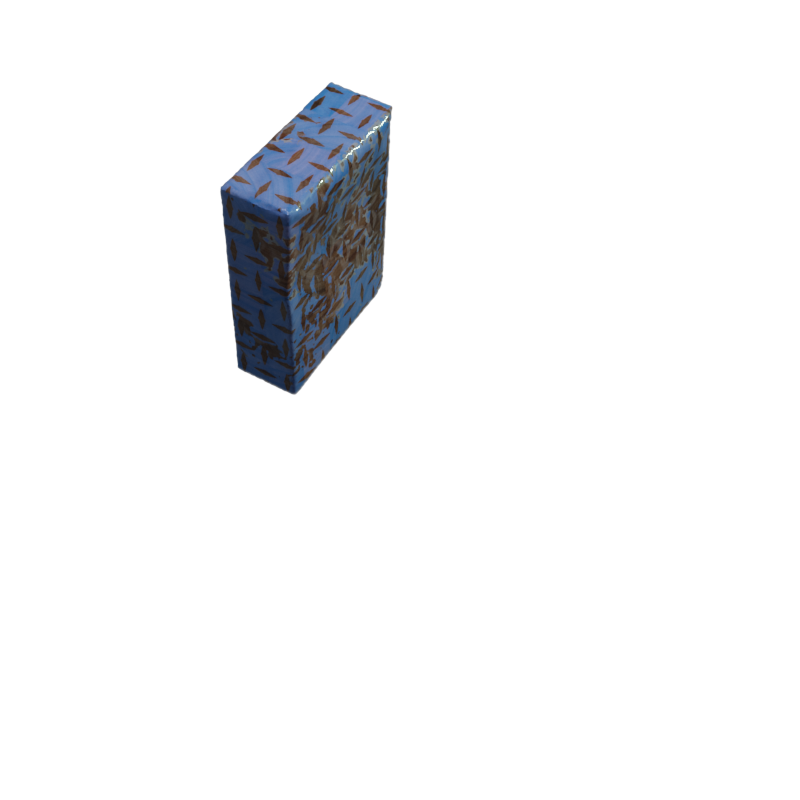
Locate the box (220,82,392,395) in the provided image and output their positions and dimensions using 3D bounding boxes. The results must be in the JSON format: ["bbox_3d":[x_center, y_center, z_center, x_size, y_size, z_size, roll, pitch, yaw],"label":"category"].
[{"bbox_3d":[-0.074,-0.135,0.947,0.075,0.199,0.169,23,51,16],"label":"box"}]
